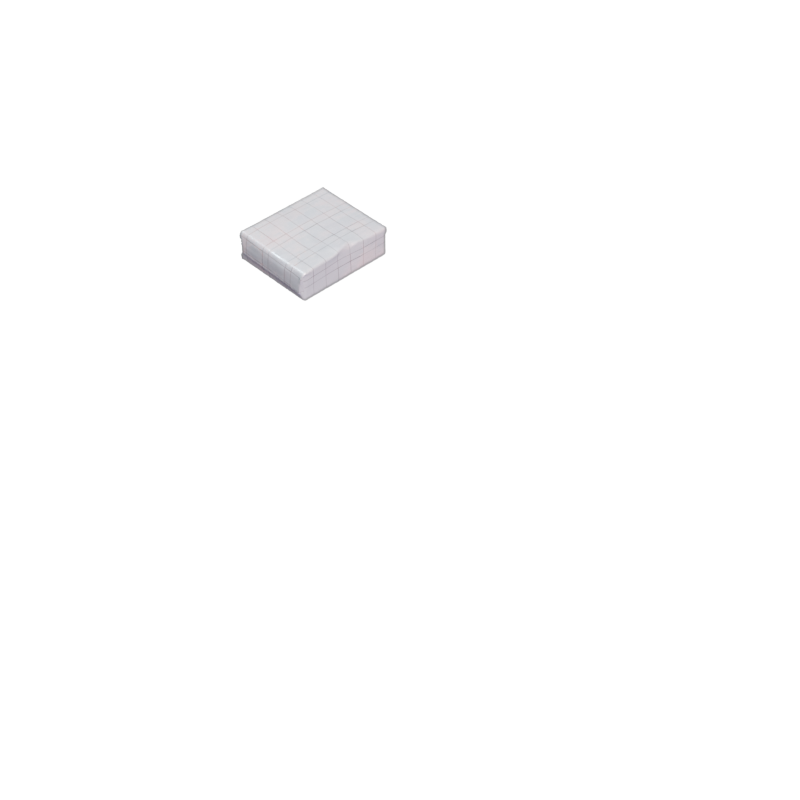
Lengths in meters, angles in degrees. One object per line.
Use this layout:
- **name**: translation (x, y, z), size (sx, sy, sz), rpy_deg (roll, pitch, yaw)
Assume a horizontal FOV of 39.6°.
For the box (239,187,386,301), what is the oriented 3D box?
- **box**: translation (-0.067, -0.121, 0.849), size (0.089, 0.028, 0.078), rpy_deg (-33, 52, -31)
